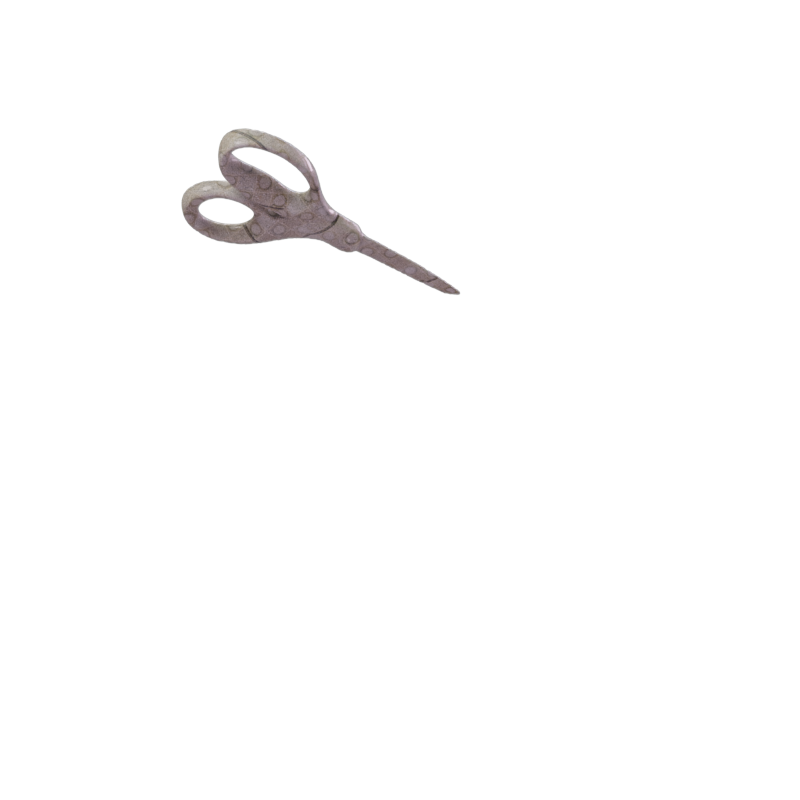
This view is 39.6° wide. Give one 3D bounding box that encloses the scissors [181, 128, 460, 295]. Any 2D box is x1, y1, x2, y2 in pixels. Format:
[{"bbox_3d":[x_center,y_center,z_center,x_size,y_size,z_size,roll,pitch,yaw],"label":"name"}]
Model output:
[{"bbox_3d":[-0.054,-0.099,0.696,0.097,0.017,0.187,-23,-41,28],"label":"scissors"}]
